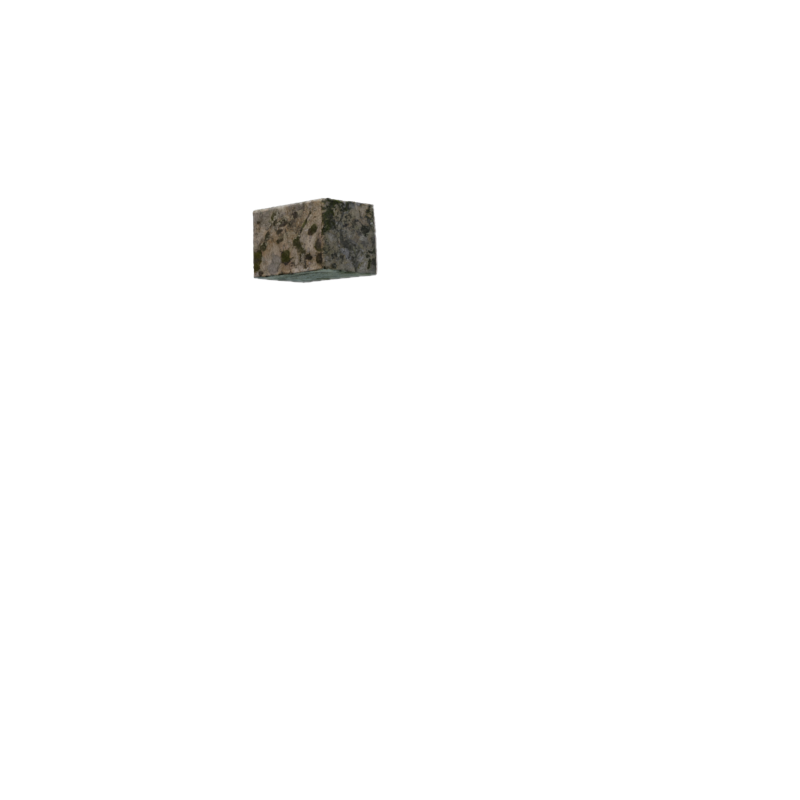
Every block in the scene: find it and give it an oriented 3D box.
[{"bbox_3d":[-0.062,-0.113,0.791,0.081,0.052,0.050,-2,-3,44],"label":"block"}]
